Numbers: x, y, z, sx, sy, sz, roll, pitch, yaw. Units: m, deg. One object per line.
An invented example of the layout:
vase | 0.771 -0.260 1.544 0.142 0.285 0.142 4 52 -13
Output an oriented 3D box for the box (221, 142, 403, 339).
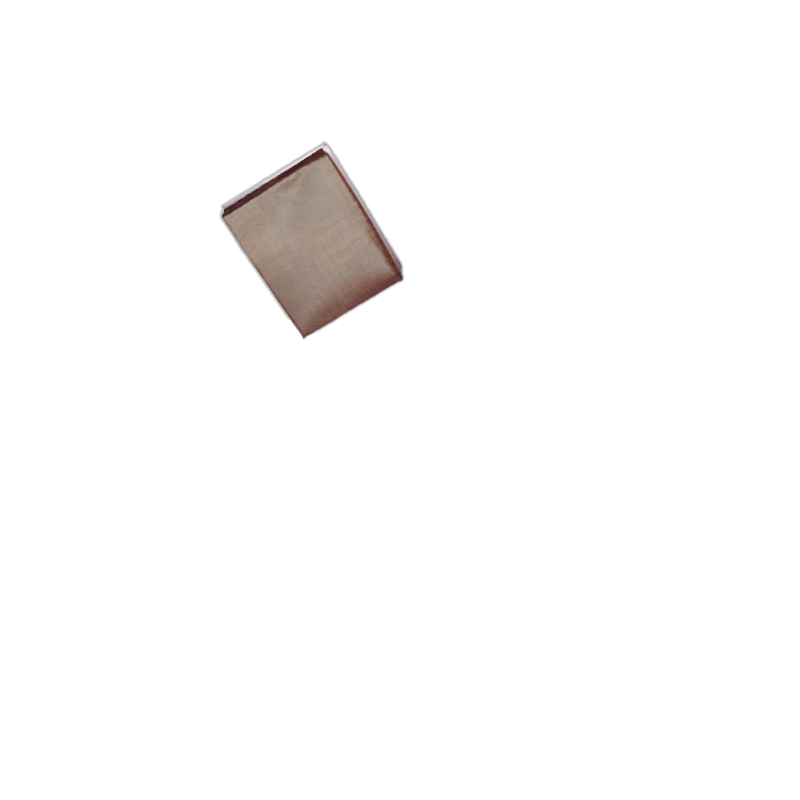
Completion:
box | -0.062 -0.114 0.798 0.090 0.110 0.040 -30 14 7
